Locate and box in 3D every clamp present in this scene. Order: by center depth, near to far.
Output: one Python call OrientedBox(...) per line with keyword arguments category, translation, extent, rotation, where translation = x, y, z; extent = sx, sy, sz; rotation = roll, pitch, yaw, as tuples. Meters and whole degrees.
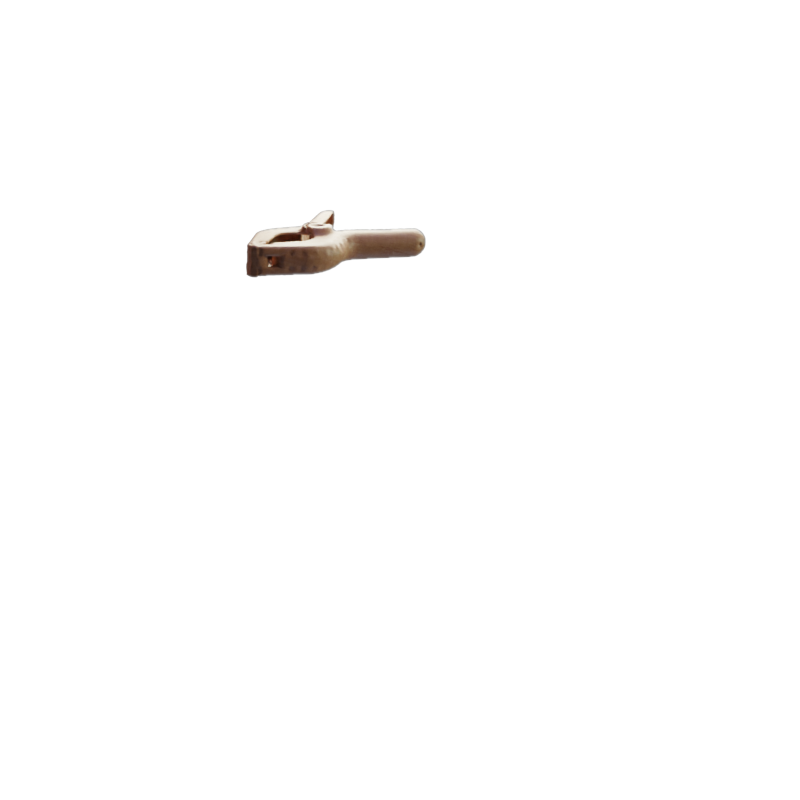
OrientedBox(category="clamp", translation=(-0.076, -0.138, 0.968), extent=(0.167, 0.038, 0.127), rotation=(-13, 20, -40))
